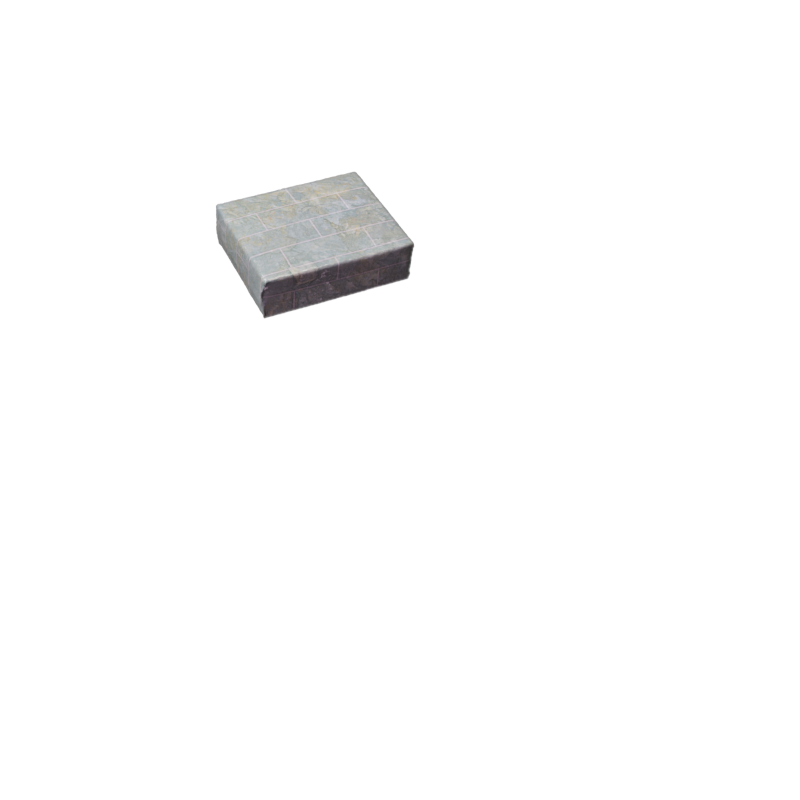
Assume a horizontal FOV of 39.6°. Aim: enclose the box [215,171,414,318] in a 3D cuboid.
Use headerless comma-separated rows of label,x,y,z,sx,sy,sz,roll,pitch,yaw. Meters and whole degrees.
box,-0.060,-0.110,0.769,0.112,0.036,0.097,-19,47,-19
